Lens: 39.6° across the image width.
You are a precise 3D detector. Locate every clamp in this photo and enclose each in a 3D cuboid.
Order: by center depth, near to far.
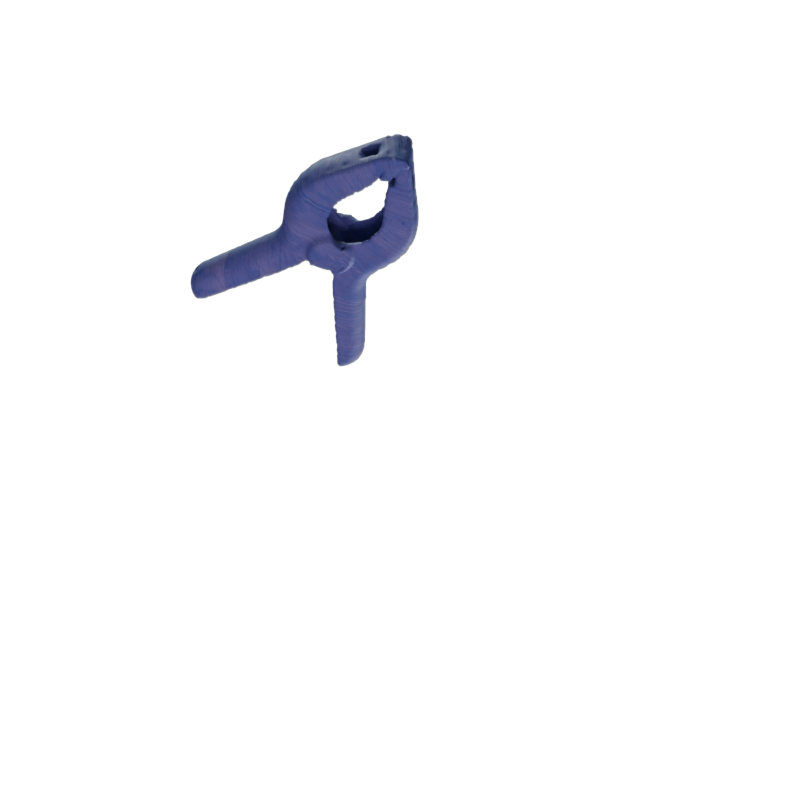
[{"bbox_3d":[-0.052,-0.095,0.668,0.117,0.164,0.042,17,40,-15],"label":"clamp"}]
